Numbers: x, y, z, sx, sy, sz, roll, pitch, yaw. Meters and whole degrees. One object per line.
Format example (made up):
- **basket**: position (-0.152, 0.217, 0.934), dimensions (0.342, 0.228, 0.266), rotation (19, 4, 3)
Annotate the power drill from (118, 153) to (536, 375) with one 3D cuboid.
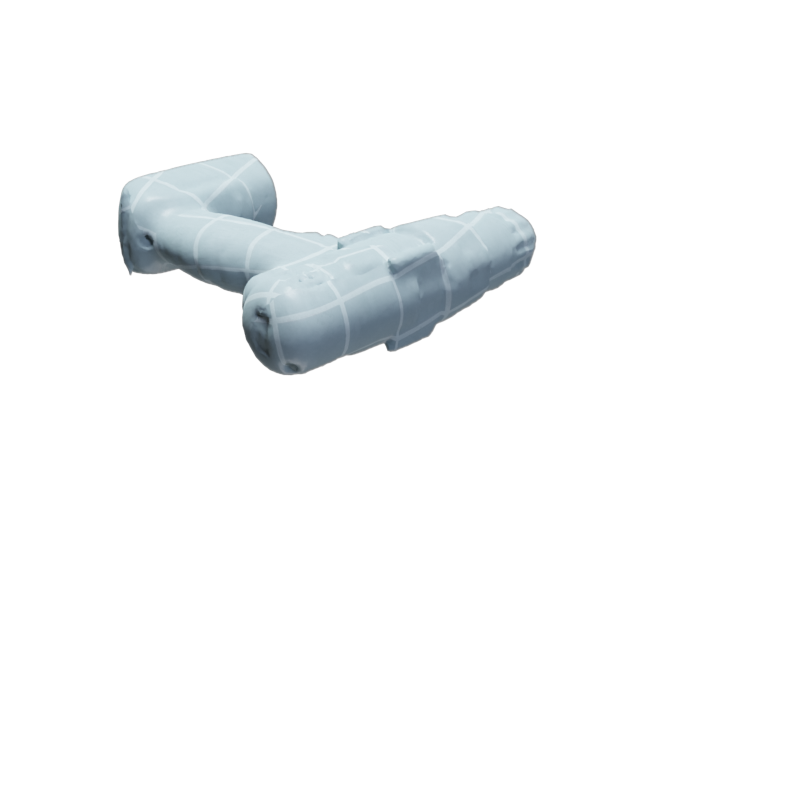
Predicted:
- **power drill**: position (-0.046, -0.084, 0.591), dimensions (0.182, 0.055, 0.200), rotation (-23, 34, -39)
